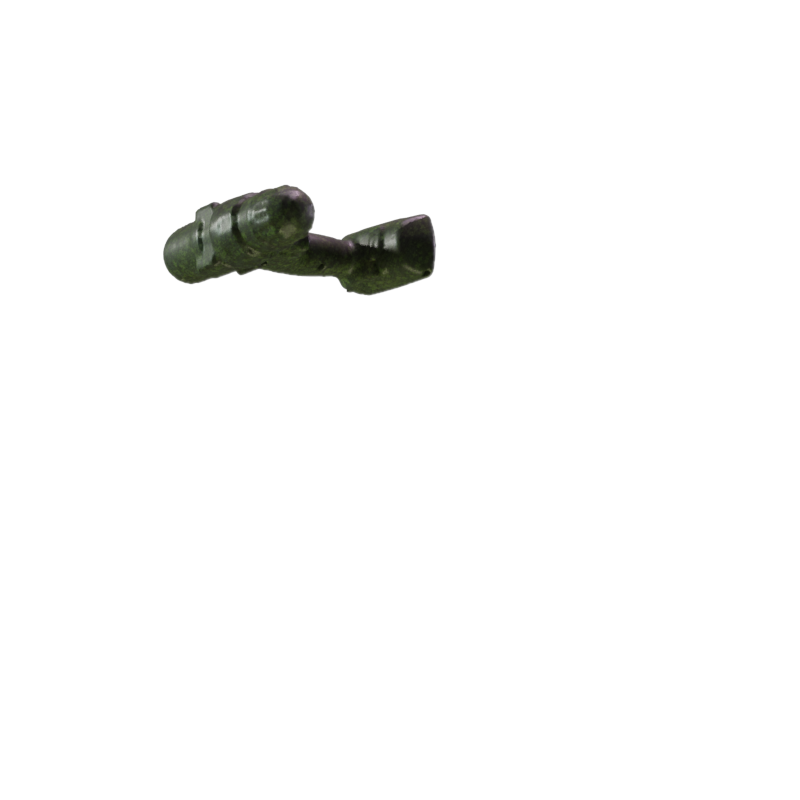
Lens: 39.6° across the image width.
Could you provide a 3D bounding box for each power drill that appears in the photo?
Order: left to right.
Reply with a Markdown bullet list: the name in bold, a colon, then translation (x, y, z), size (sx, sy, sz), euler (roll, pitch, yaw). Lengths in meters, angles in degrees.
- **power drill**: translation (-0.067, -0.122, 0.856), size (0.180, 0.059, 0.189), euler (3, -5, -35)
